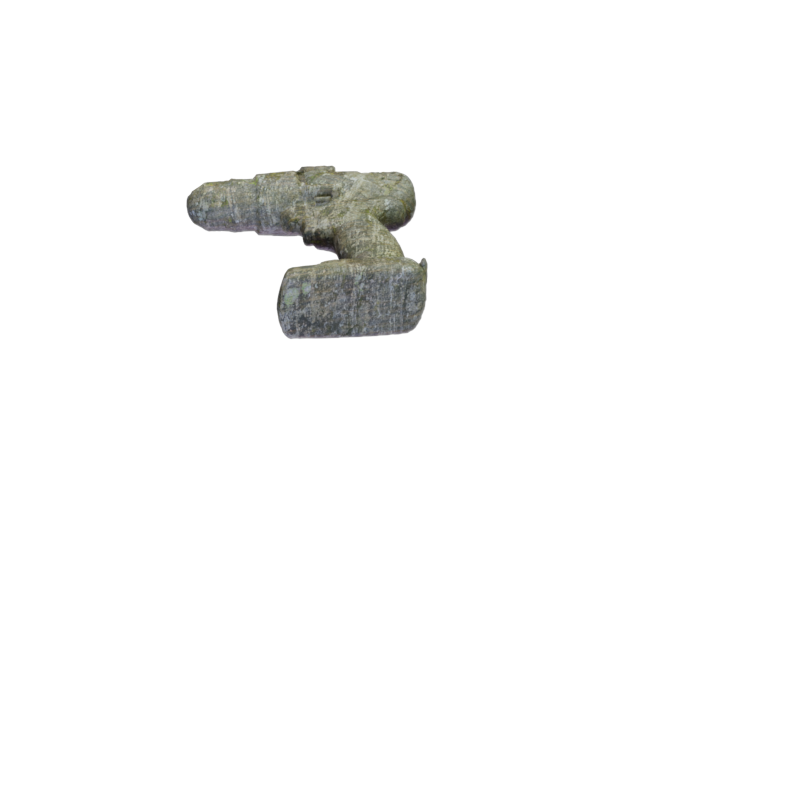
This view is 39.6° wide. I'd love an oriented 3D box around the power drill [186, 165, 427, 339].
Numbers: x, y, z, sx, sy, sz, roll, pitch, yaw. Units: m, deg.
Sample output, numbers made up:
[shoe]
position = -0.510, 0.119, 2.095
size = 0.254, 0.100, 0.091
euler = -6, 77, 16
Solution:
[power drill]
position = -0.065, -0.119, 0.834
size = 0.183, 0.054, 0.202
euler = -6, 36, -8
